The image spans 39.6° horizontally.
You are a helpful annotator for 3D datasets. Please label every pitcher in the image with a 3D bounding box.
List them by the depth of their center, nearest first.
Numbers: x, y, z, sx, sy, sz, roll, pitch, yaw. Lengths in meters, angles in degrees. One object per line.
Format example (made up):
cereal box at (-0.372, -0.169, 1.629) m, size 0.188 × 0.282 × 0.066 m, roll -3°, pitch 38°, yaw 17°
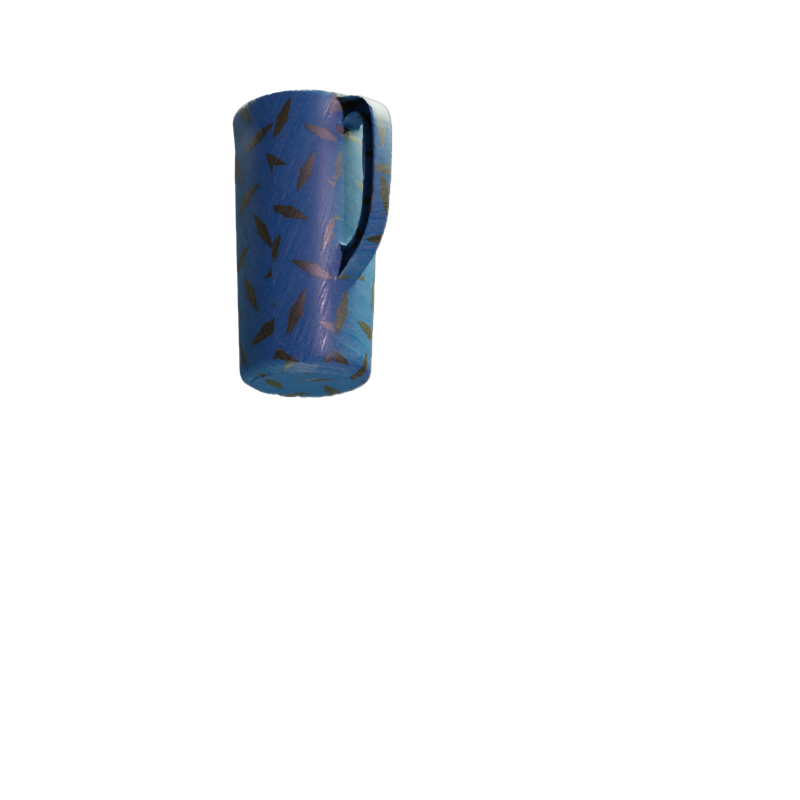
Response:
pitcher at (-0.073, -0.133, 0.934) m, size 0.146 × 0.254 × 0.142 m, roll -3°, pitch -18°, yaw 5°
